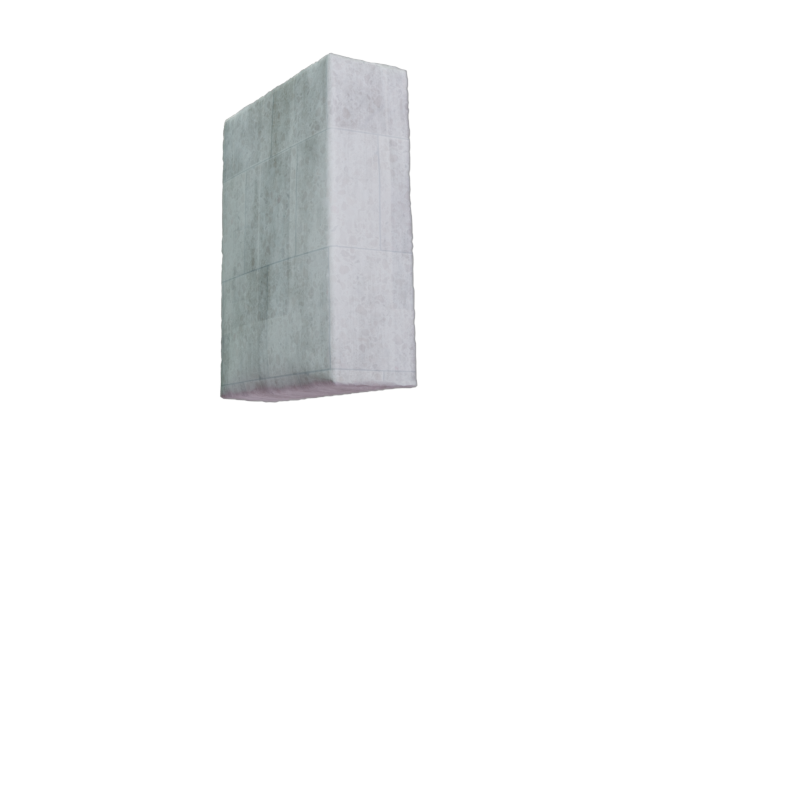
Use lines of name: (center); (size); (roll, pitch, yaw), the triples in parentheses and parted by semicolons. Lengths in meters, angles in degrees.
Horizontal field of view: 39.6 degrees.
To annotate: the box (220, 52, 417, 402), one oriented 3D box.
box: (-0.060, -0.110, 0.770); (0.069, 0.220, 0.167); (6, -11, -33)
